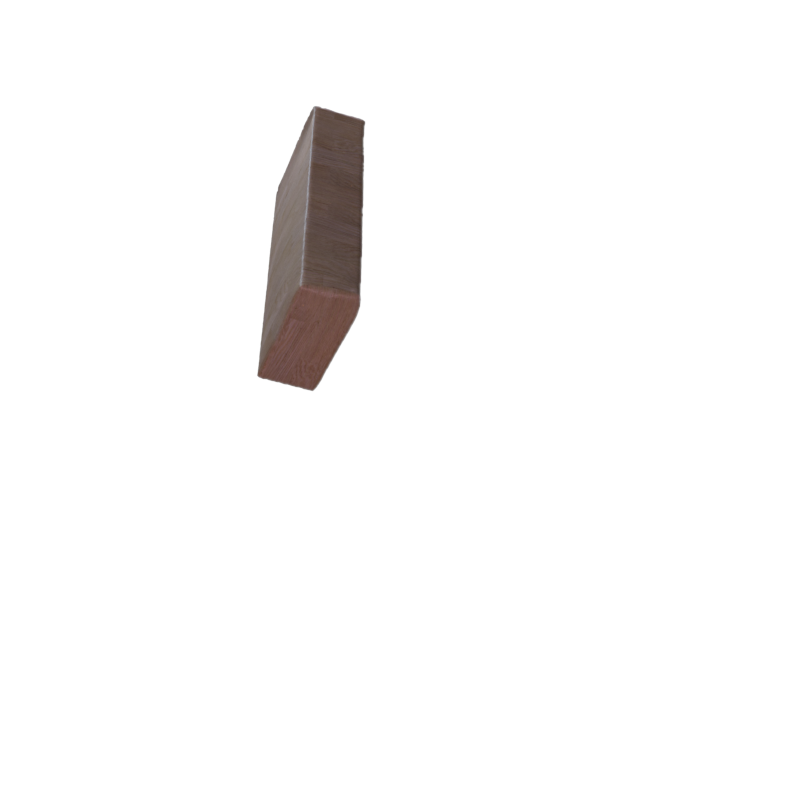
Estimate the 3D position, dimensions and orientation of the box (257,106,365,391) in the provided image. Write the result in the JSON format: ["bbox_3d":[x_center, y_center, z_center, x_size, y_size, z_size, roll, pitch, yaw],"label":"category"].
[{"bbox_3d":[-0.058,-0.105,0.738,0.047,0.189,0.089,13,-45,-18],"label":"box"}]
